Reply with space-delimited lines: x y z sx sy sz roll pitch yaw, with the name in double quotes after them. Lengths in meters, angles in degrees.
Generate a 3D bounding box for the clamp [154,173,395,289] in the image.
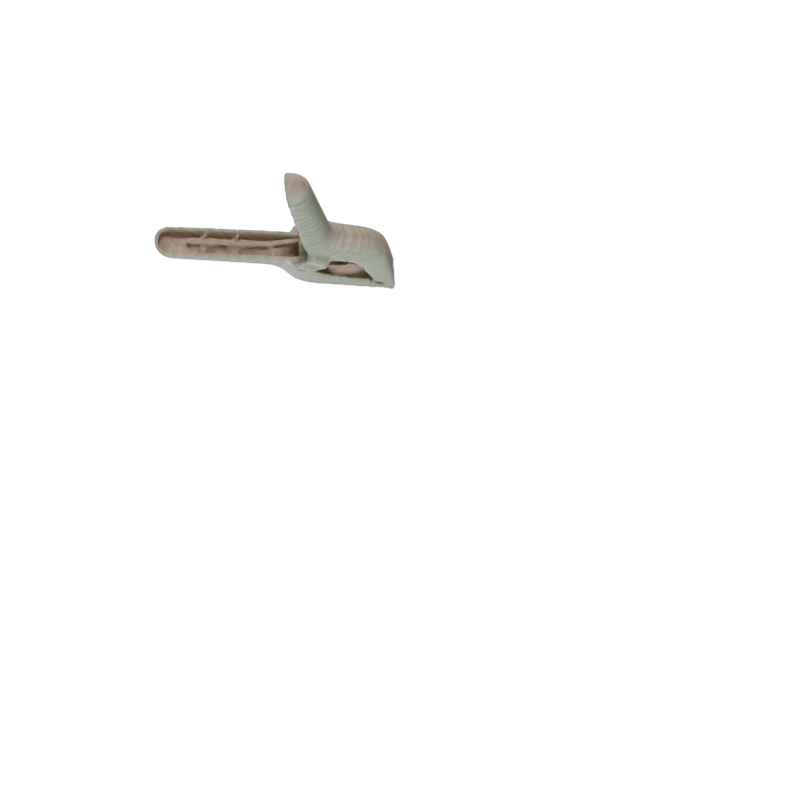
-0.071 -0.129 0.904 0.199 0.038 0.166 11 -18 -39 "clamp"
